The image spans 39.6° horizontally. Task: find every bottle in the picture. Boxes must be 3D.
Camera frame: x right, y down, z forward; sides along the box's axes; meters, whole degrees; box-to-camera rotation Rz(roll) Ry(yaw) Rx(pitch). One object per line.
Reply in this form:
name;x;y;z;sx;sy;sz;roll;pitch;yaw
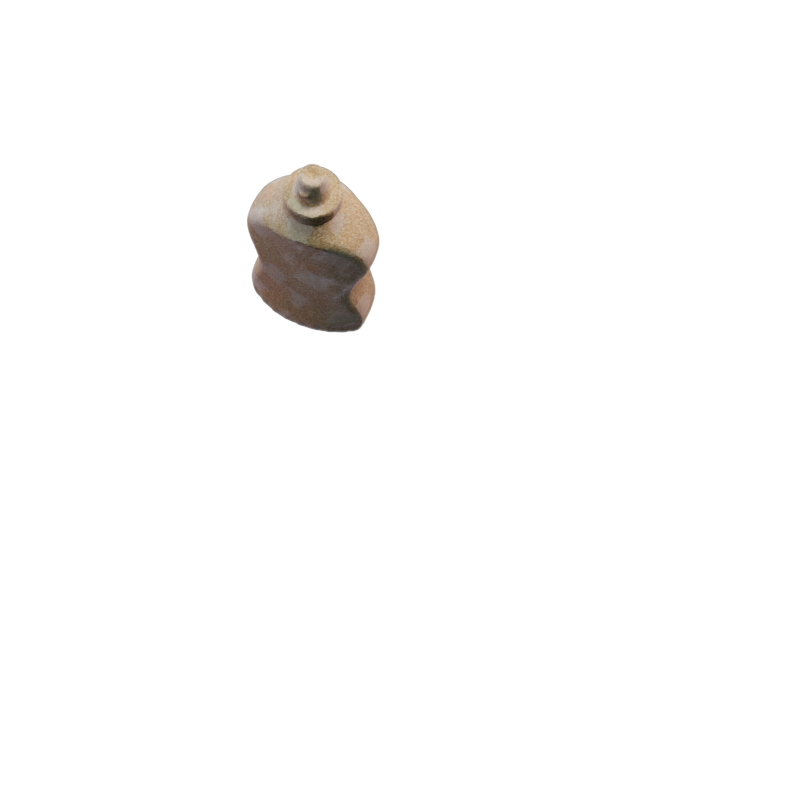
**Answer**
bottle;-0.064;-0.115;0.810;0.098;0.060;0.182;24;-21;7
